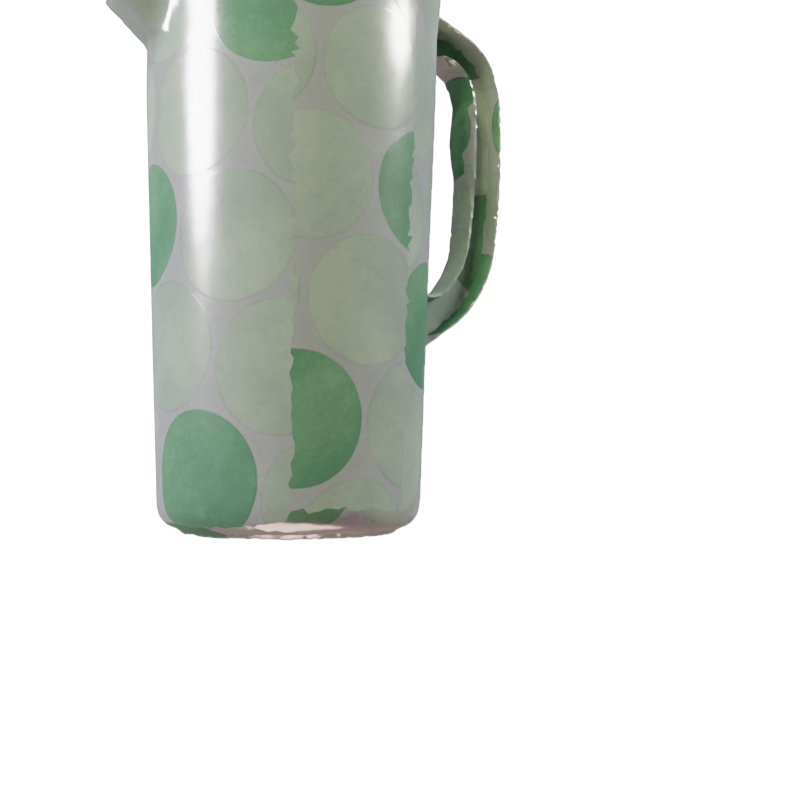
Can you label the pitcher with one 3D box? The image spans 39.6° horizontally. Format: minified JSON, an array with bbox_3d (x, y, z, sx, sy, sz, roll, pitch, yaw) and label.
[{"bbox_3d":[-0.038,-0.069,0.480,0.152,0.249,0.139,-3,-9,15],"label":"pitcher"}]
